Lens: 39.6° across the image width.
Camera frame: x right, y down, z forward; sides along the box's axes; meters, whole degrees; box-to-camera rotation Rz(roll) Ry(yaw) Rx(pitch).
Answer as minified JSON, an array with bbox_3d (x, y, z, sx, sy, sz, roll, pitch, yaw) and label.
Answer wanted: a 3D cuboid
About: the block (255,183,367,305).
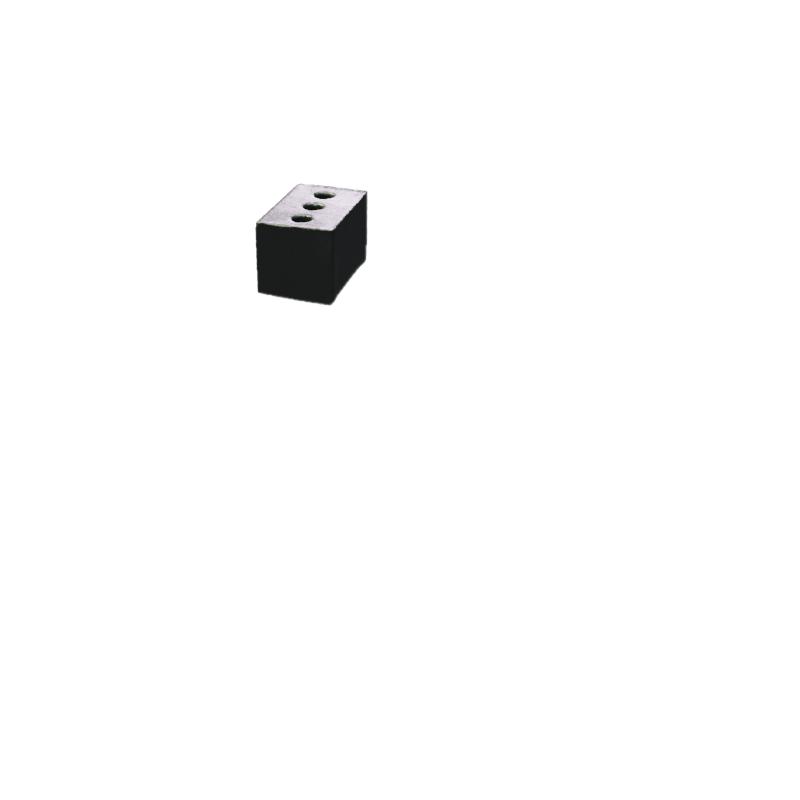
[{"bbox_3d":[-0.057,-0.104,0.727,0.054,0.048,0.080,8,29,14],"label":"block"}]
